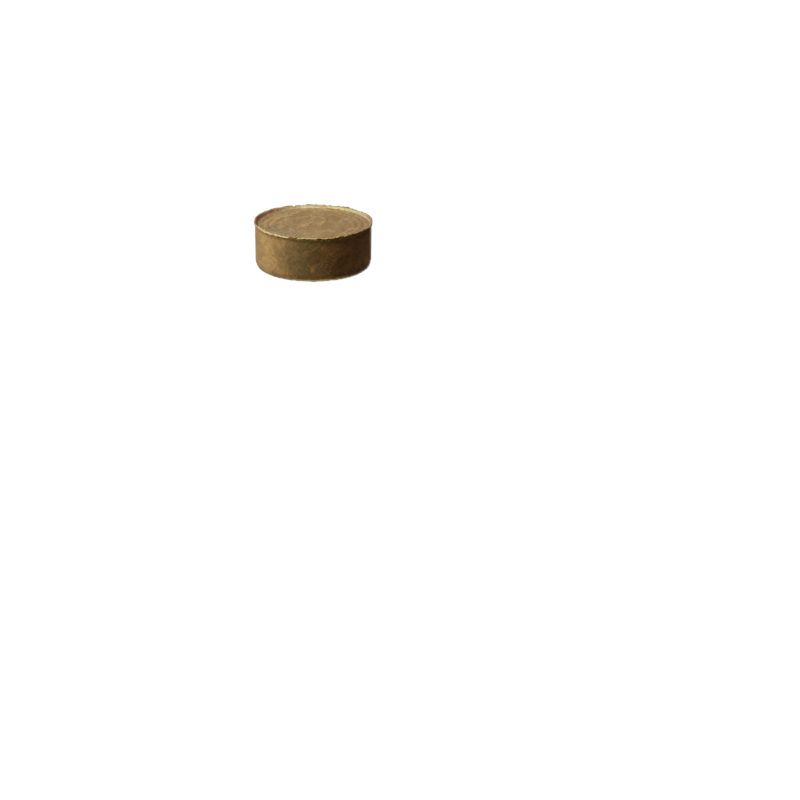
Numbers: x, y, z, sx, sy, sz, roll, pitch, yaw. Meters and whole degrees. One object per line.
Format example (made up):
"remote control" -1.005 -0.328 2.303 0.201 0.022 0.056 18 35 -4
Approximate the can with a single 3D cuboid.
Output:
"can" -0.063 -0.115 0.803 0.086 0.032 0.090 -1 24 -2
